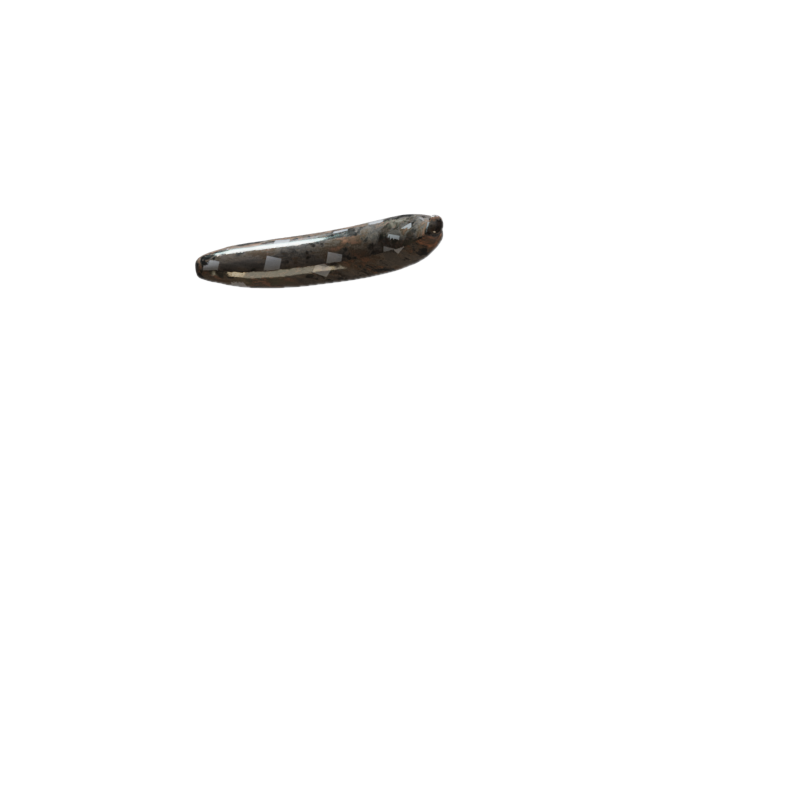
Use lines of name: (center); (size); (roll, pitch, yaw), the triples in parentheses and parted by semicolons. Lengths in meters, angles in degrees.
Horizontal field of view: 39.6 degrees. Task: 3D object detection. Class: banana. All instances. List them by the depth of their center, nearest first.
banana: (-0.049, -0.107, 0.784); (0.202, 0.038, 0.065); (-8, -18, 27)
